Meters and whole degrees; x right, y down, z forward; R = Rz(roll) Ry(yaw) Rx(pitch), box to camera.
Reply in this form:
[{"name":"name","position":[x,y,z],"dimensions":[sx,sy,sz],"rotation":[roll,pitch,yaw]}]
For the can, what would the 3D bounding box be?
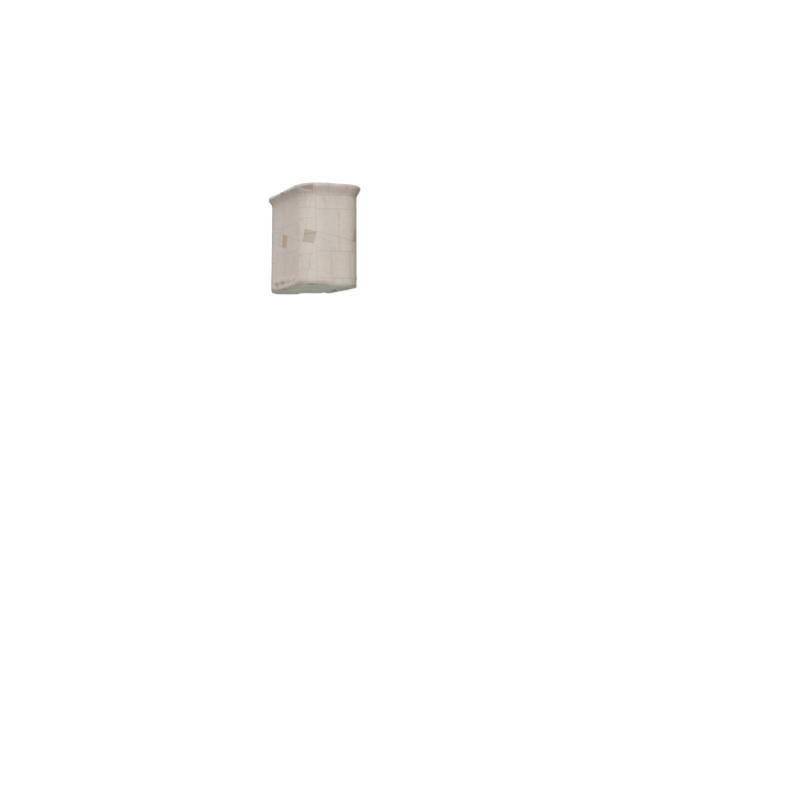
[{"name":"can","position":[-0.074,-0.134,0.940],"dimensions":[0.056,0.085,0.104],"rotation":[2,-3,-24]}]
